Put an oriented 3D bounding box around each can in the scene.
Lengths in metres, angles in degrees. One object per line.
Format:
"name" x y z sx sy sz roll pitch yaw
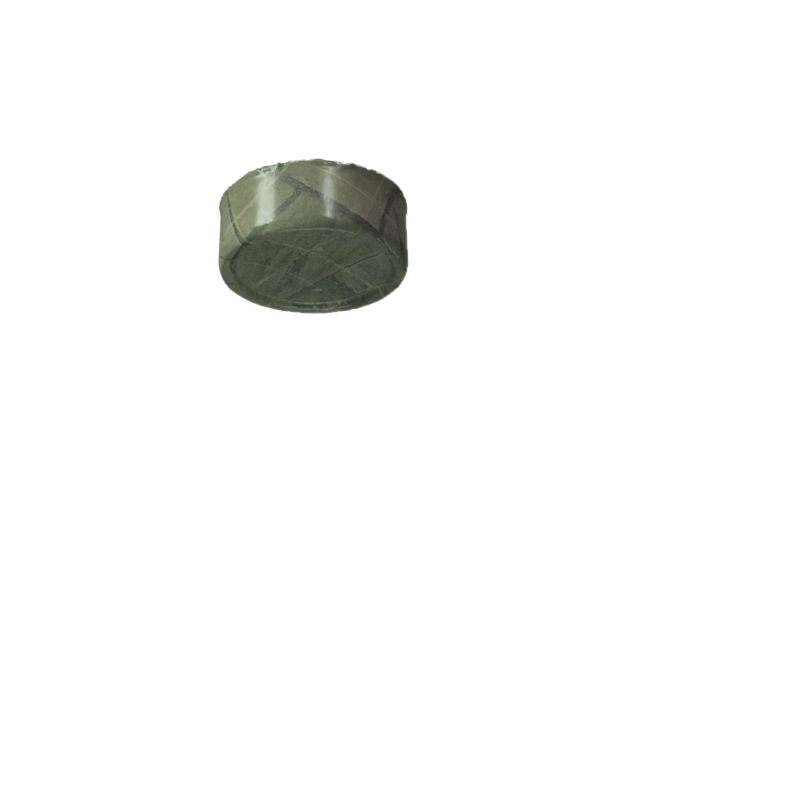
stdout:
"can" -0.039 -0.071 0.498 0.086 0.036 0.081 1 -24 -2
